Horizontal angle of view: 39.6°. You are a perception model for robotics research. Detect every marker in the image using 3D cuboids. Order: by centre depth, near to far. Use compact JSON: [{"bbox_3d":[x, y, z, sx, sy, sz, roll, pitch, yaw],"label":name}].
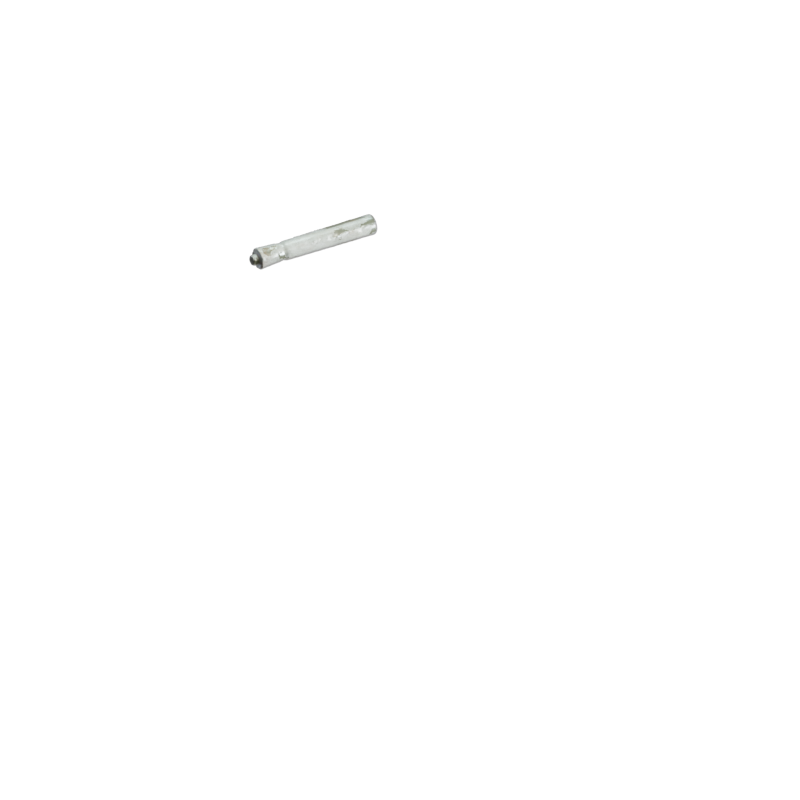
[{"bbox_3d":[-0.074,-0.136,0.951,0.119,0.019,0.020,-21,14,-27],"label":"marker"}]
